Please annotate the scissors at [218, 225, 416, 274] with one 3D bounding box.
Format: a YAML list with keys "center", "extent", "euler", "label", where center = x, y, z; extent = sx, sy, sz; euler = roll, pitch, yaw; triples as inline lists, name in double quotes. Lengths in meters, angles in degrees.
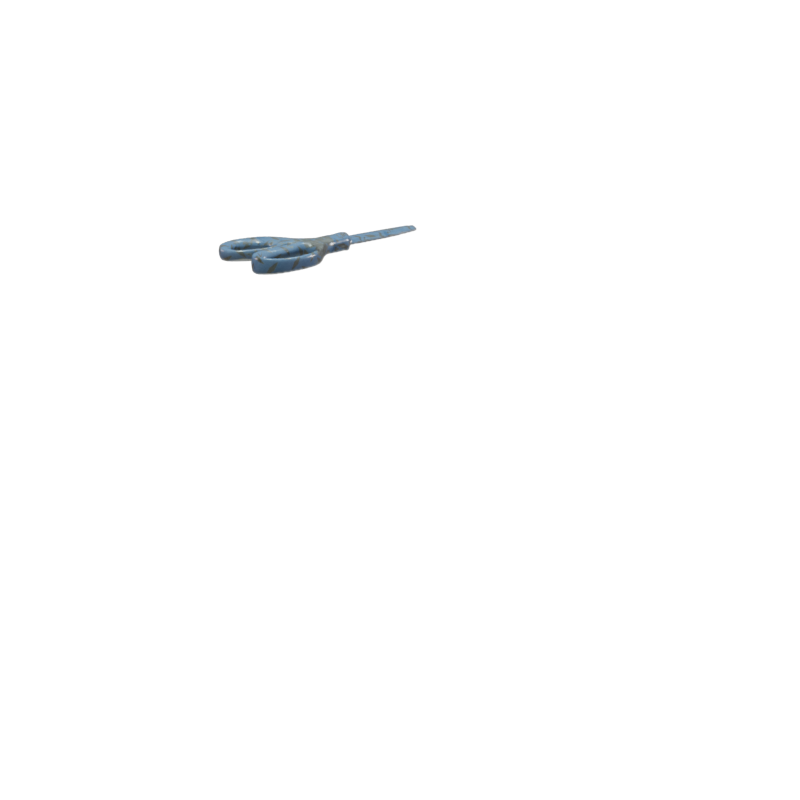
- center: [-0.073, -0.133, 0.935]
  extent: [0.100, 0.015, 0.201]
  euler: [10, 21, 26]
  label: "scissors"
